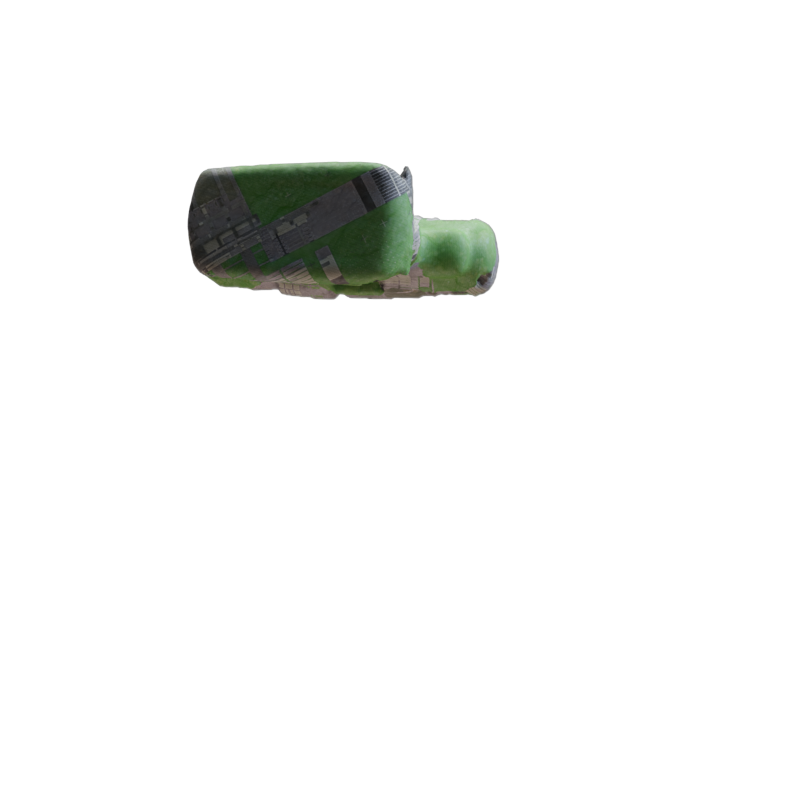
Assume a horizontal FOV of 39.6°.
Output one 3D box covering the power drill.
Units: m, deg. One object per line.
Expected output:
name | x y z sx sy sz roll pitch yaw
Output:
power drill | -0.047 -0.086 0.602 0.188 0.058 0.183 0 2 13
